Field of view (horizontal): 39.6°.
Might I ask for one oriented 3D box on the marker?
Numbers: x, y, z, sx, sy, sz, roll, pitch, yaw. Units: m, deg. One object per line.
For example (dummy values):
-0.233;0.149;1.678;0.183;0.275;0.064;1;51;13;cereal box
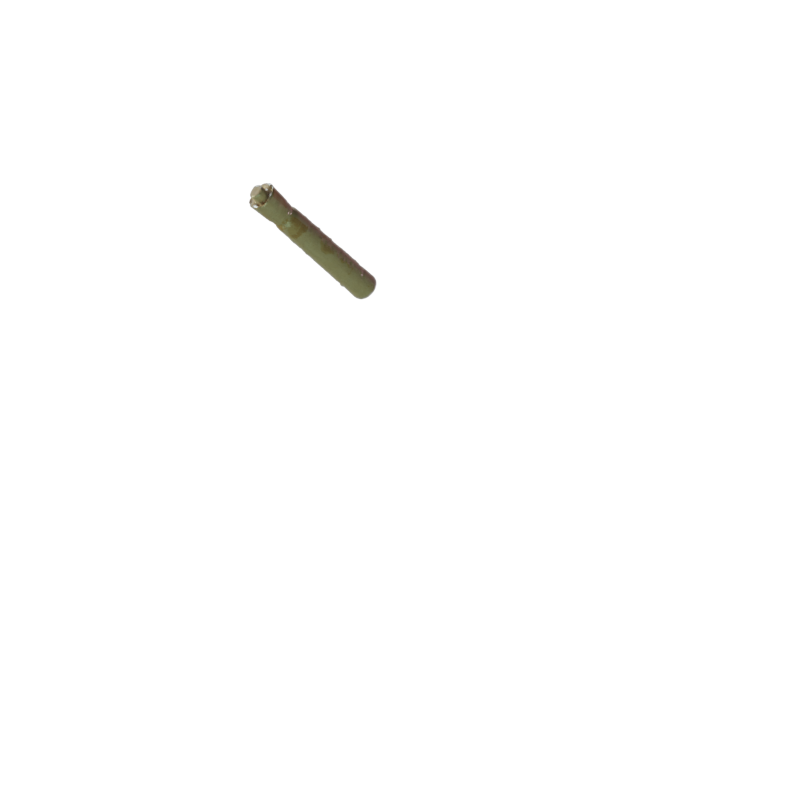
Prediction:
-0.056;-0.102;0.714;0.021;0.020;0.112;3;-25;42;marker
